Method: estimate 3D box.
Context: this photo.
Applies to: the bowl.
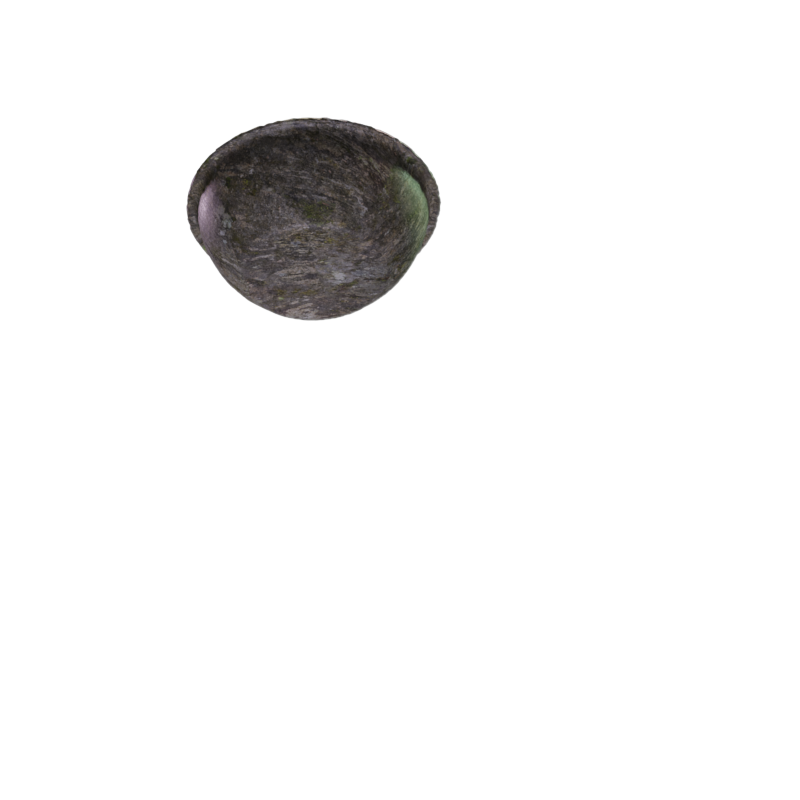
[{"bbox_3d":[-0.054,-0.099,0.690,0.162,0.059,0.151,1,-37,-2],"label":"bowl"}]
